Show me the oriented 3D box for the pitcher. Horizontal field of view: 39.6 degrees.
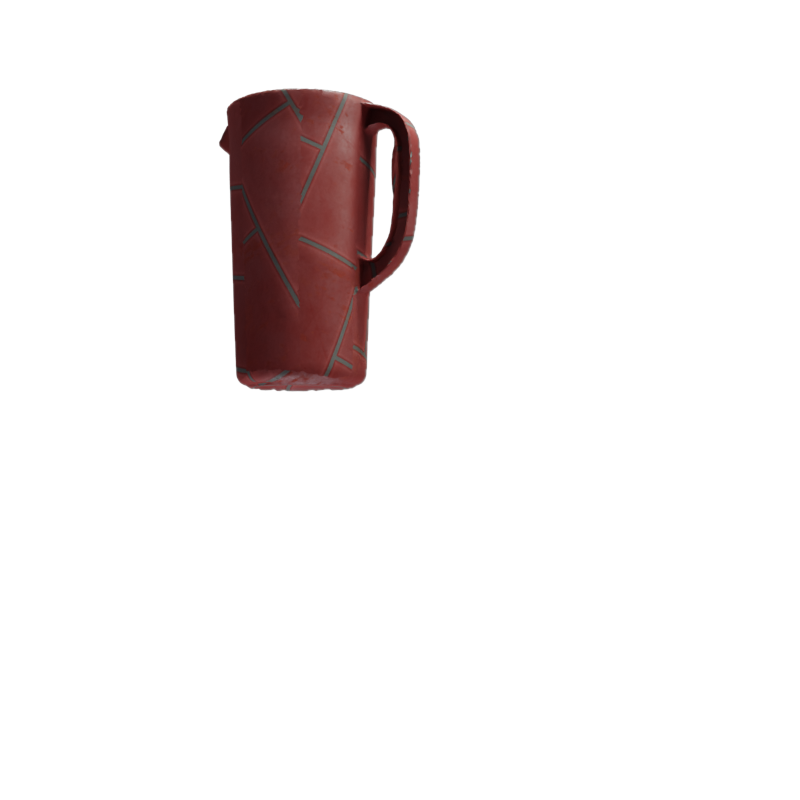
[{"bbox_3d":[-0.073,-0.133,0.929,0.141,0.249,0.149,3,-9,-19],"label":"pitcher"}]
